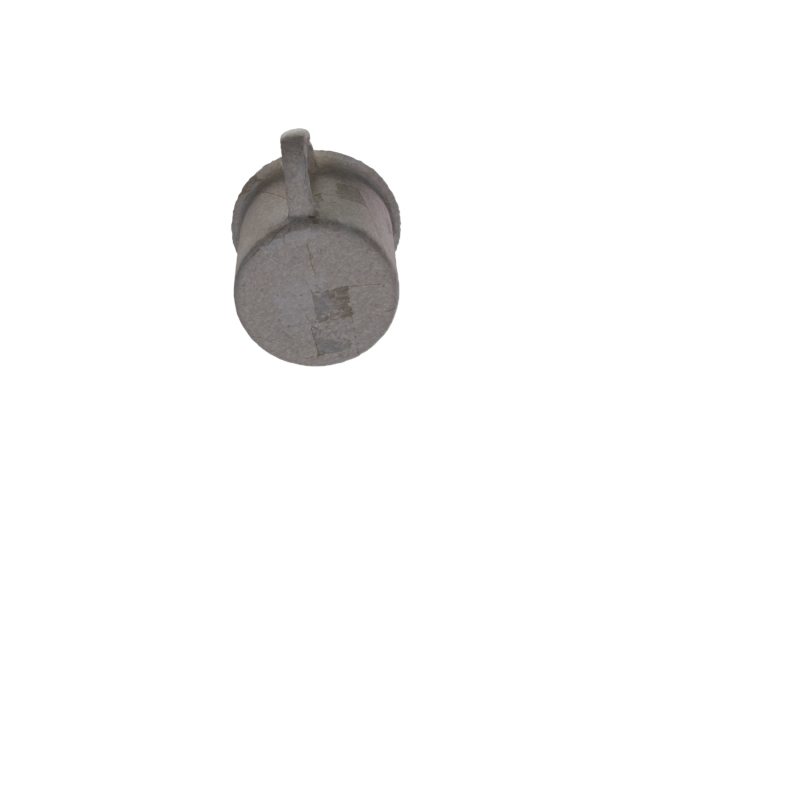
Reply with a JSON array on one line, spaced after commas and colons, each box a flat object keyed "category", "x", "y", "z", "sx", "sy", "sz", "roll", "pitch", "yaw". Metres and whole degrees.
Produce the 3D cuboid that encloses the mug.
[{"category": "mug", "x": -0.044, "y": -0.081, "z": 0.567, "sx": 0.093, "sy": 0.110, "sz": 0.087, "roll": -6, "pitch": 31, "yaw": 1}]
